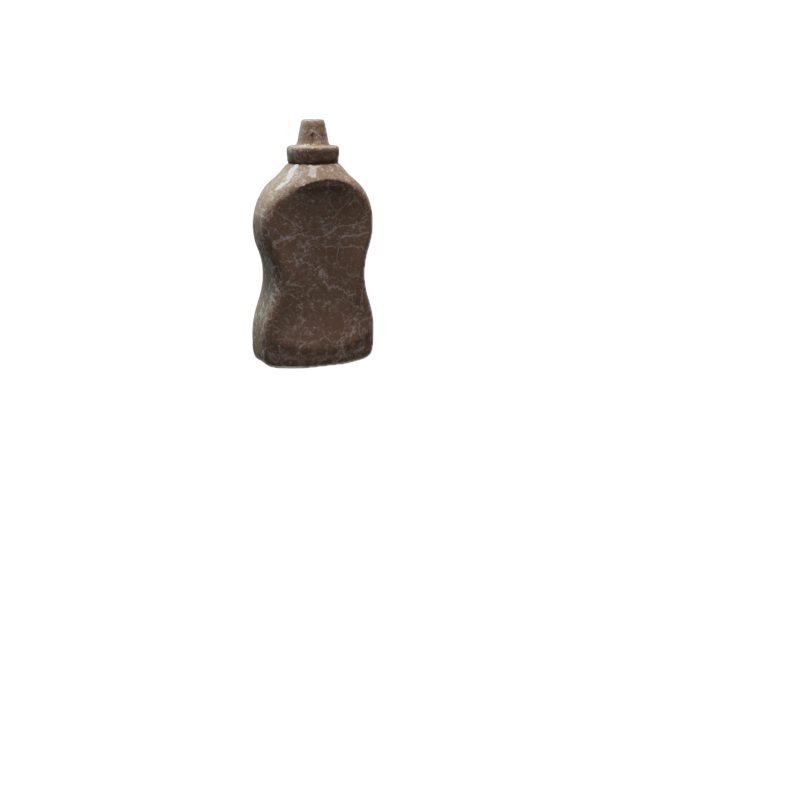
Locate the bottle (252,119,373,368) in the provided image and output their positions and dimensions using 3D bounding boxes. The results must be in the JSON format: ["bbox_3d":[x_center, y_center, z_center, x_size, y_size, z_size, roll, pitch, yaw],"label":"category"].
[{"bbox_3d":[-0.069,-0.125,0.875,0.094,0.188,0.061,-4,10,-23],"label":"bottle"}]
